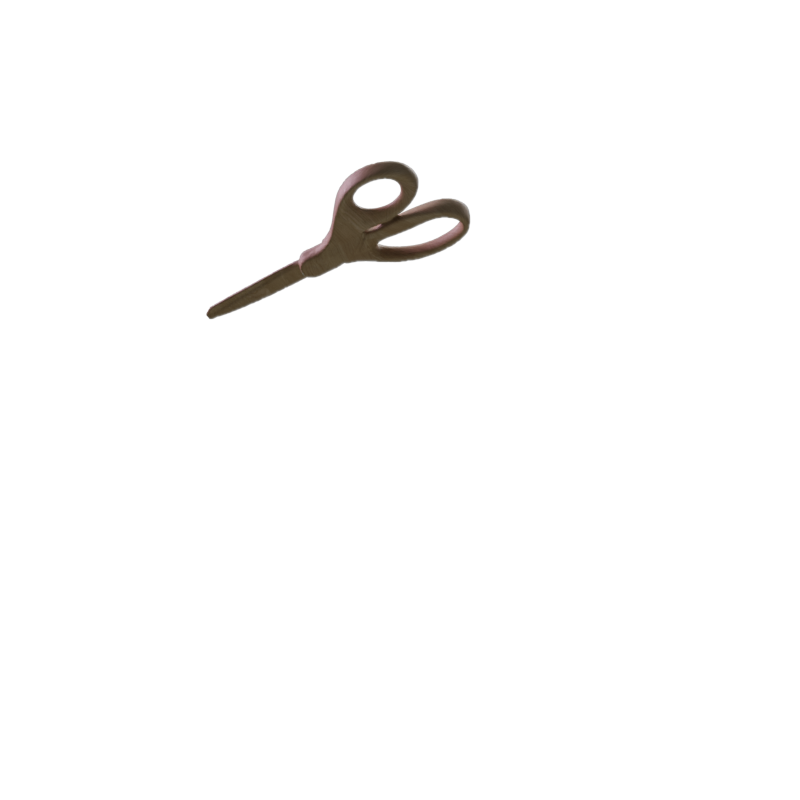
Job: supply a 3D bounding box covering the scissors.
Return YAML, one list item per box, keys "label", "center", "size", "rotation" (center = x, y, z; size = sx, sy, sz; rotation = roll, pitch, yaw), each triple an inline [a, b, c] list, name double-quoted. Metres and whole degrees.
- label: "scissors"
  center: [-0.056, -0.103, 0.720]
  size: [0.204, 0.017, 0.089]
  rotation: [-13, -38, 17]
